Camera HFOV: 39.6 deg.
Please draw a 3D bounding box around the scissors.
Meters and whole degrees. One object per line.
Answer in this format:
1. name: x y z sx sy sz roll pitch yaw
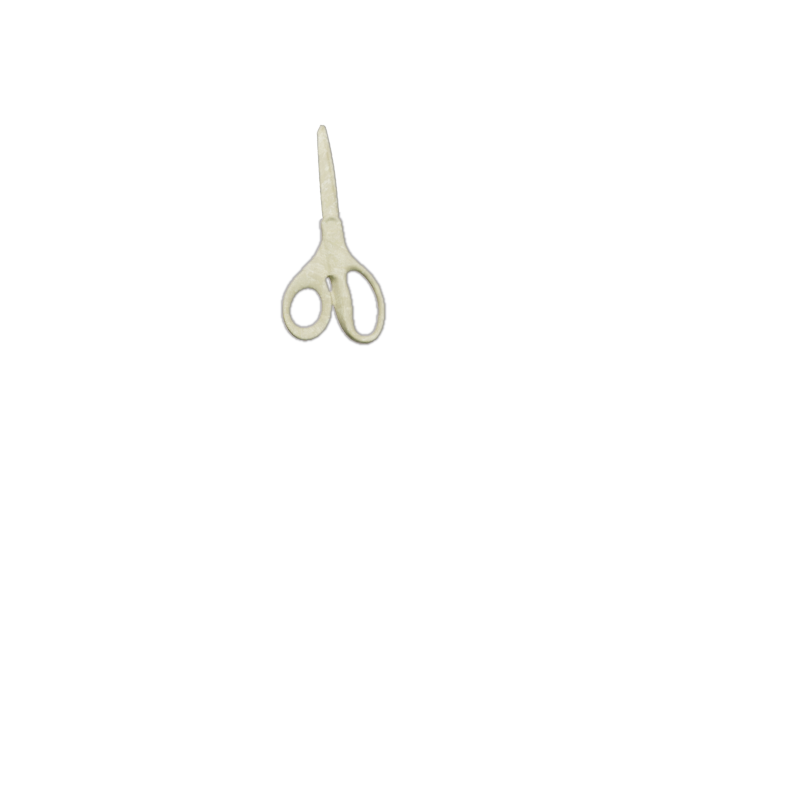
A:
1. scissors: -0.075 -0.137 0.961 0.096 0.211 0.015 -20 -16 -6
